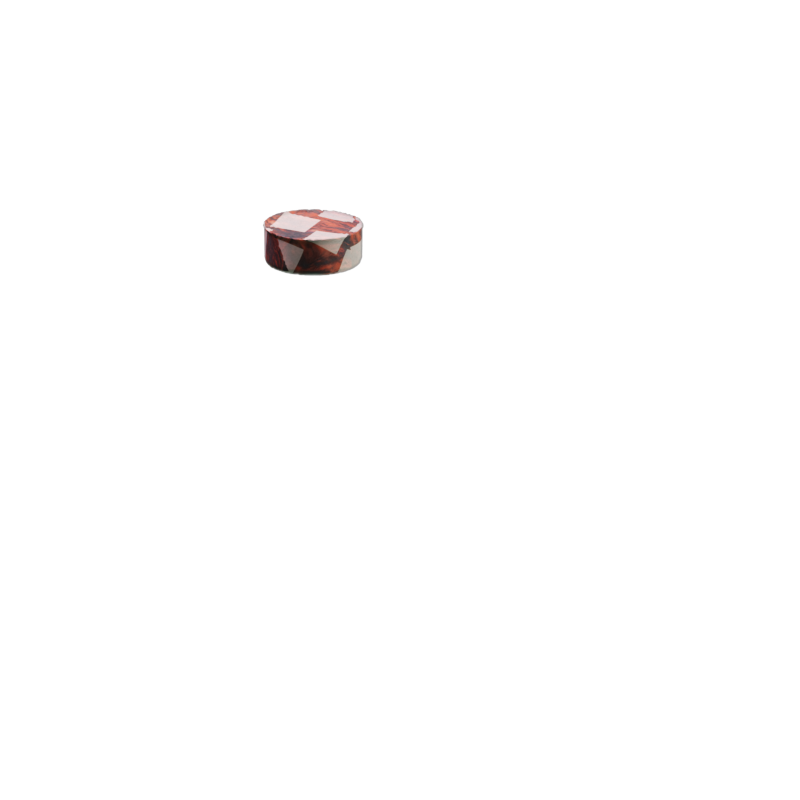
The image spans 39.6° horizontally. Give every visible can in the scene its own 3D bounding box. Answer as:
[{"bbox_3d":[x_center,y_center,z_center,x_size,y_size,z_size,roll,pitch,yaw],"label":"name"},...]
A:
[{"bbox_3d":[-0.074,-0.136,0.951,0.086,0.032,0.090,-1,25,-2],"label":"can"}]
